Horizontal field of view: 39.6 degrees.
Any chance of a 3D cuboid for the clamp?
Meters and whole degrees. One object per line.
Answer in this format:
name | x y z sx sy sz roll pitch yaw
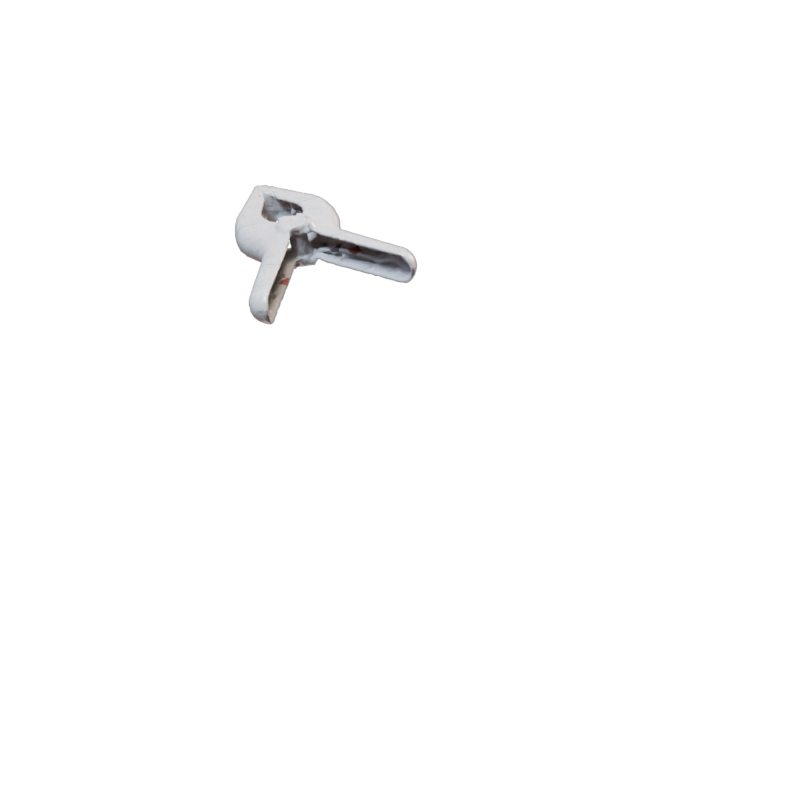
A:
clamp | -0.064 -0.116 0.812 0.119 0.037 0.185 -9 36 -12
